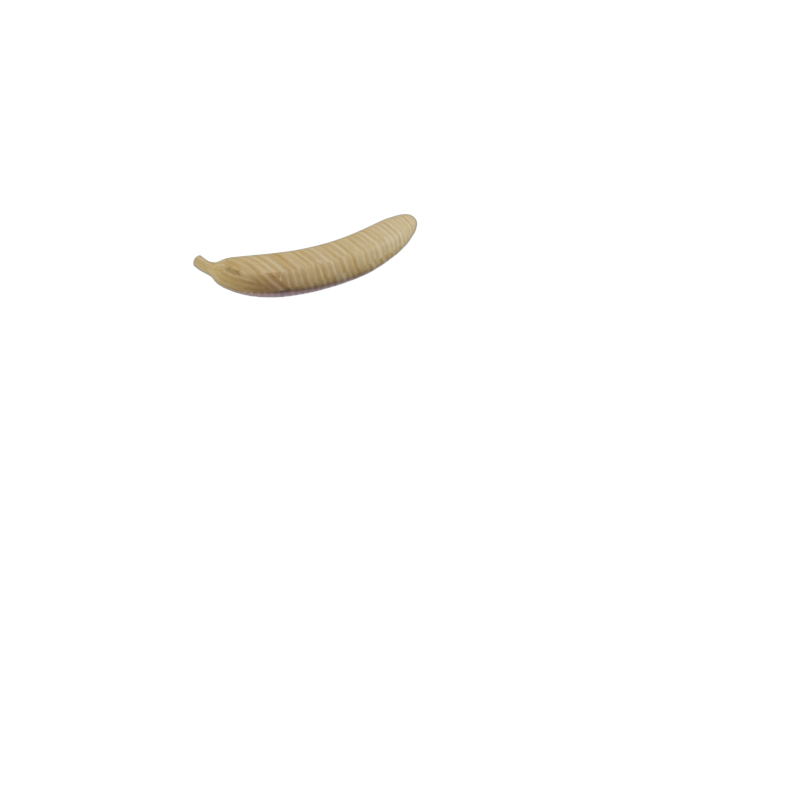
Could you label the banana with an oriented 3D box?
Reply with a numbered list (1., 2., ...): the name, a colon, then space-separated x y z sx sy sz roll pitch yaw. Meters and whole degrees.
1. banana: -0.072 -0.120 0.934 0.196 0.075 0.034 -11 -42 -10
